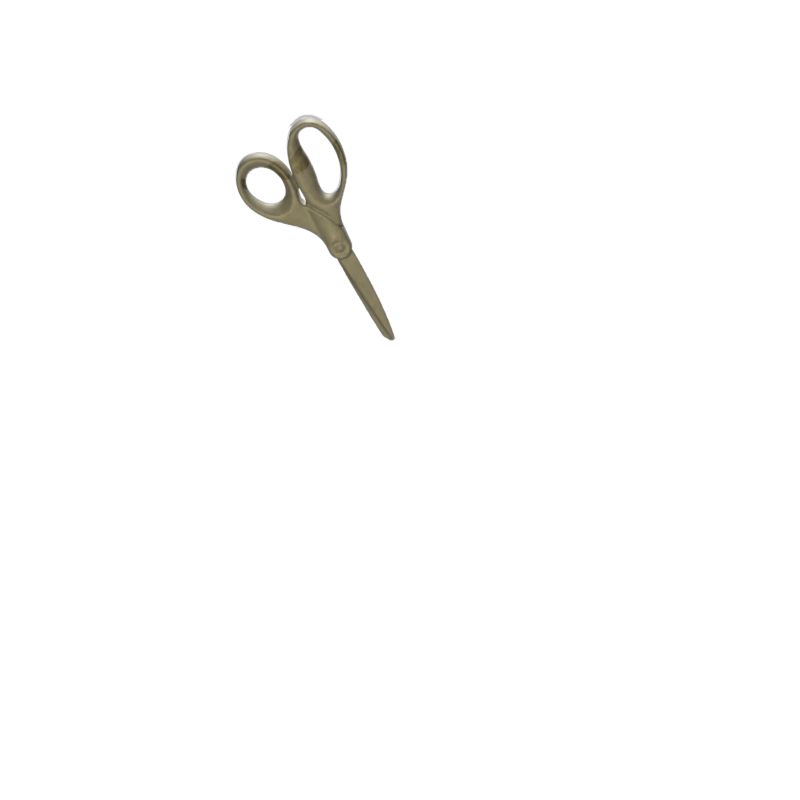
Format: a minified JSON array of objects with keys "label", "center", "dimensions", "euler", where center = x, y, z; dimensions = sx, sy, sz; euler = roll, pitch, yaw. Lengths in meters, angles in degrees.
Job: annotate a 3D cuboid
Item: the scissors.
[{"label":"scissors","center":[-0.069,-0.125,0.879],"dimensions":[0.096,0.190,0.017],"euler":[-10,25,4]}]
